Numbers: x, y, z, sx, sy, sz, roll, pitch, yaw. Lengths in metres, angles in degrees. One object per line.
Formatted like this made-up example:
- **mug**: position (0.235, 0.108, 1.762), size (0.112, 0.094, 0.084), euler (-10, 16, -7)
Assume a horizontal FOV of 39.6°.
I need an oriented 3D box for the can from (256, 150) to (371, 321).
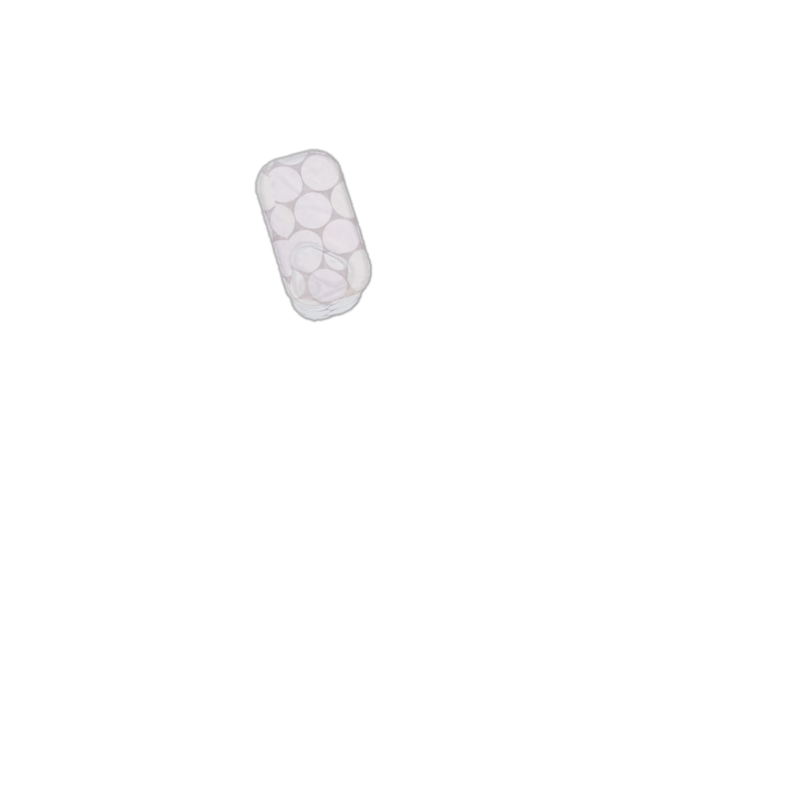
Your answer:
- **can**: position (-0.059, -0.108, 0.754), size (0.057, 0.105, 0.082), euler (-17, -8, -5)
